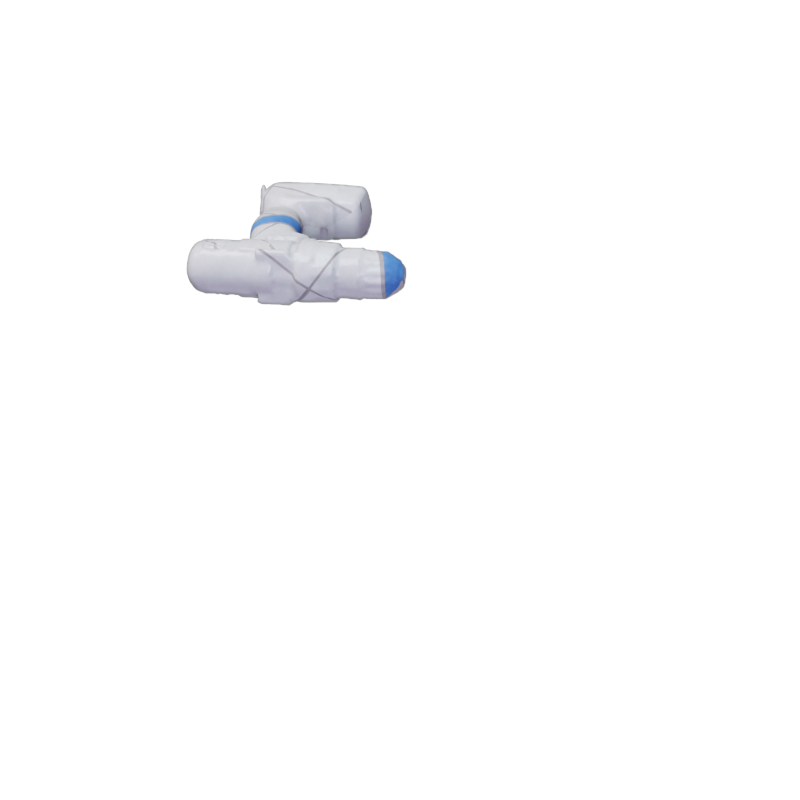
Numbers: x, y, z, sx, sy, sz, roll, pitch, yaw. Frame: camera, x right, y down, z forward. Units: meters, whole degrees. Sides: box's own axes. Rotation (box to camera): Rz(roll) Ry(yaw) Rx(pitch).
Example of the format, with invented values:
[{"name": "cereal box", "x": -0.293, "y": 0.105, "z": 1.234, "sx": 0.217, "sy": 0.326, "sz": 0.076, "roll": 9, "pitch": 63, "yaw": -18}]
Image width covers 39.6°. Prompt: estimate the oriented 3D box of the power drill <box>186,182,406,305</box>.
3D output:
[{"name": "power drill", "x": -0.077, "y": -0.140, "z": 0.981, "sx": 0.187, "sy": 0.055, "sz": 0.194, "roll": 5, "pitch": 26, "yaw": 9}]
